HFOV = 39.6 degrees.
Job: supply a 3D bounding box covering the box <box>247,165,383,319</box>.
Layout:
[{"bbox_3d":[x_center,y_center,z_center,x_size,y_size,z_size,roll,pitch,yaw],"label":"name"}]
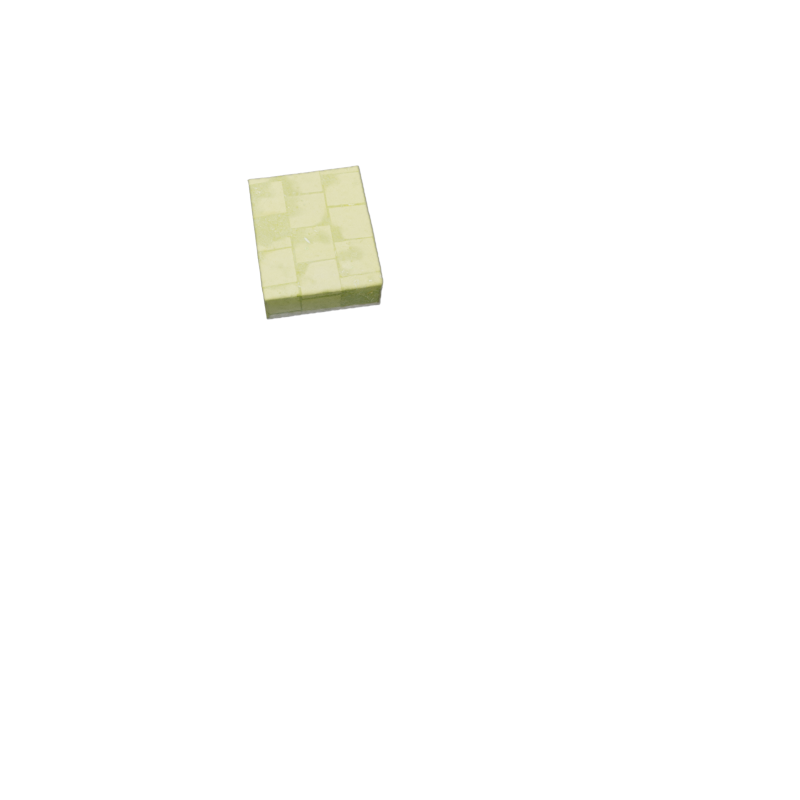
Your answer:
[{"bbox_3d":[-0.067,-0.122,0.856,0.089,0.122,0.036,-8,-31,-6],"label":"box"}]
